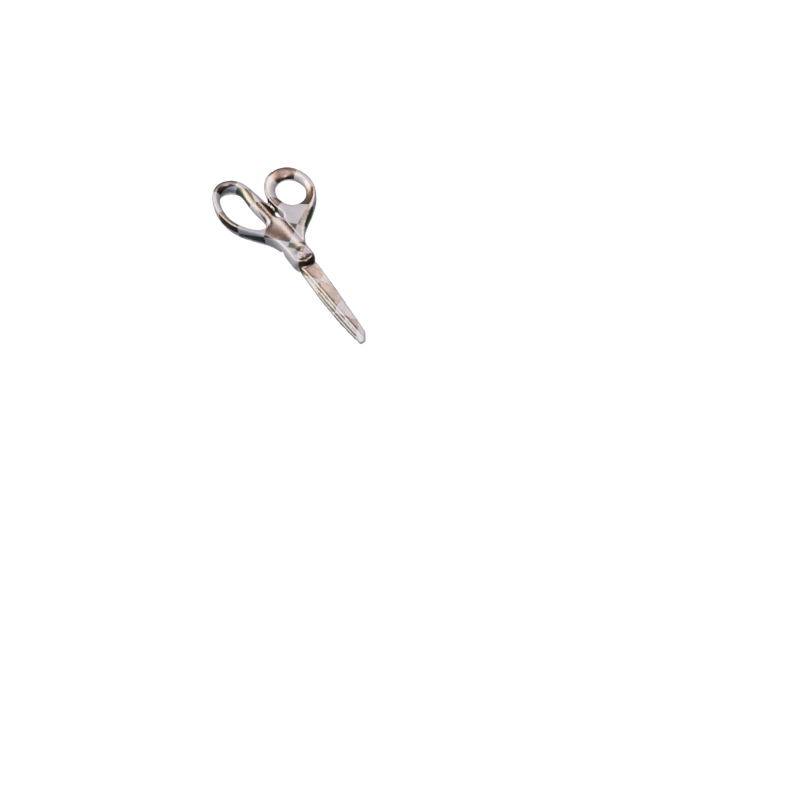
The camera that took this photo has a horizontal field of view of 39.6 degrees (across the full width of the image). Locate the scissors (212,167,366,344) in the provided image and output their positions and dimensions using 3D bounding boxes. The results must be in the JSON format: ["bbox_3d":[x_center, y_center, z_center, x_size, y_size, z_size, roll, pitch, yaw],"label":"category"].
[{"bbox_3d":[-0.071,-0.130,0.912,0.097,0.015,0.214,-38,60,-26],"label":"scissors"}]
